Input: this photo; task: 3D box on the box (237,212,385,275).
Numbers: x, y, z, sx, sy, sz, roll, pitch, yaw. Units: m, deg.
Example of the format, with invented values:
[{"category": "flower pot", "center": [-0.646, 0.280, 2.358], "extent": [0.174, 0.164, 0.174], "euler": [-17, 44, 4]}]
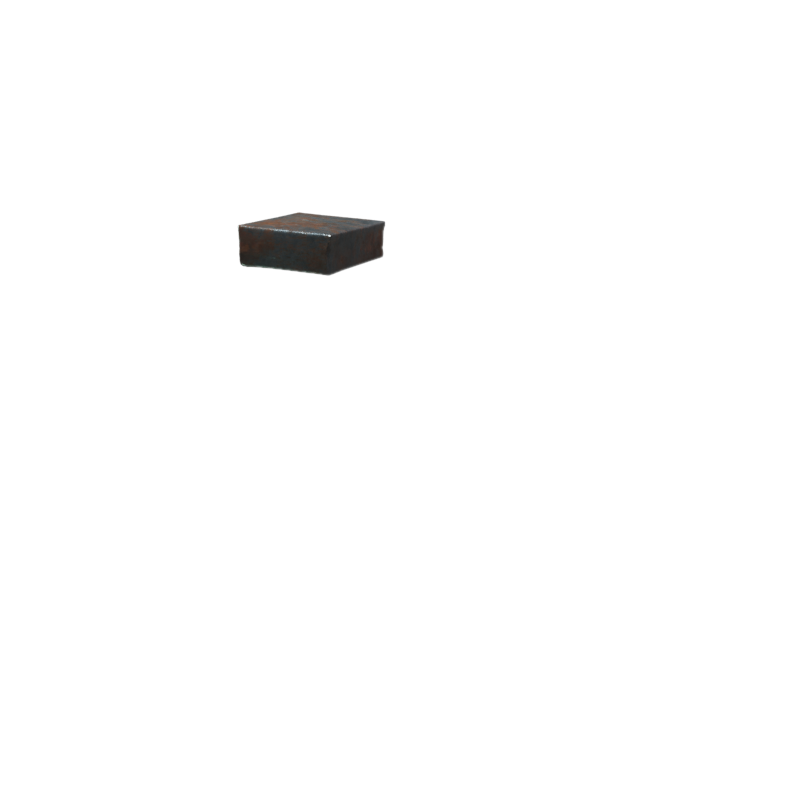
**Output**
[{"category": "box", "center": [-0.076, -0.138, 0.969], "extent": [0.093, 0.038, 0.113], "euler": [8, 19, 24]}]
